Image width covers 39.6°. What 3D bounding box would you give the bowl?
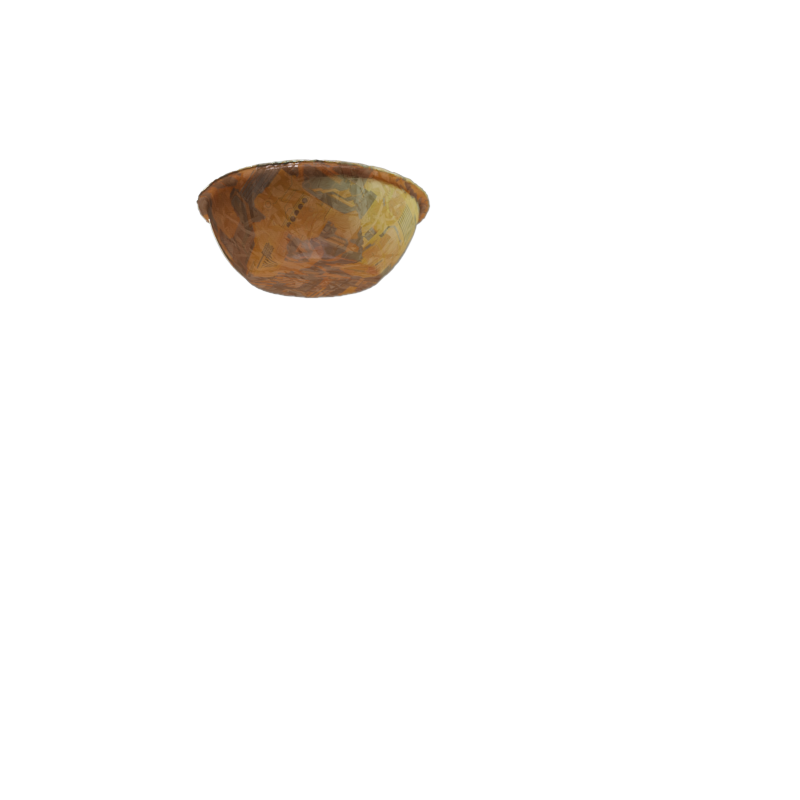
[{"bbox_3d":[-0.060,-0.109,0.763,0.162,0.057,0.156,0,-13,-2],"label":"bowl"}]
